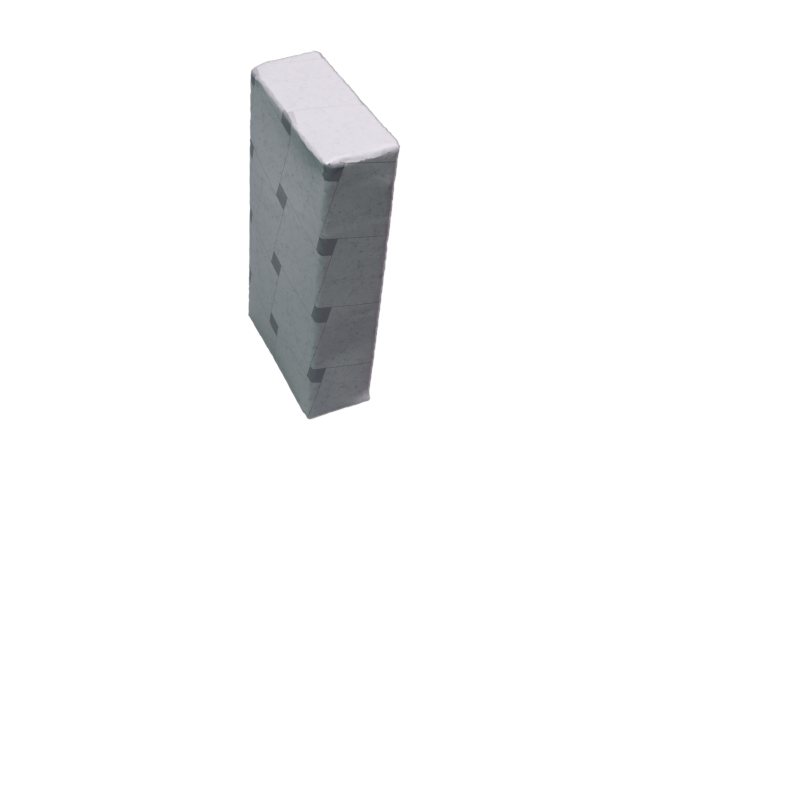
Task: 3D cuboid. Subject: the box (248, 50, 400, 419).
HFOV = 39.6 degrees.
[{"bbox_3d":[-0.046,-0.083,0.584,0.047,0.164,0.101,-17,48,-20],"label":"box"}]
